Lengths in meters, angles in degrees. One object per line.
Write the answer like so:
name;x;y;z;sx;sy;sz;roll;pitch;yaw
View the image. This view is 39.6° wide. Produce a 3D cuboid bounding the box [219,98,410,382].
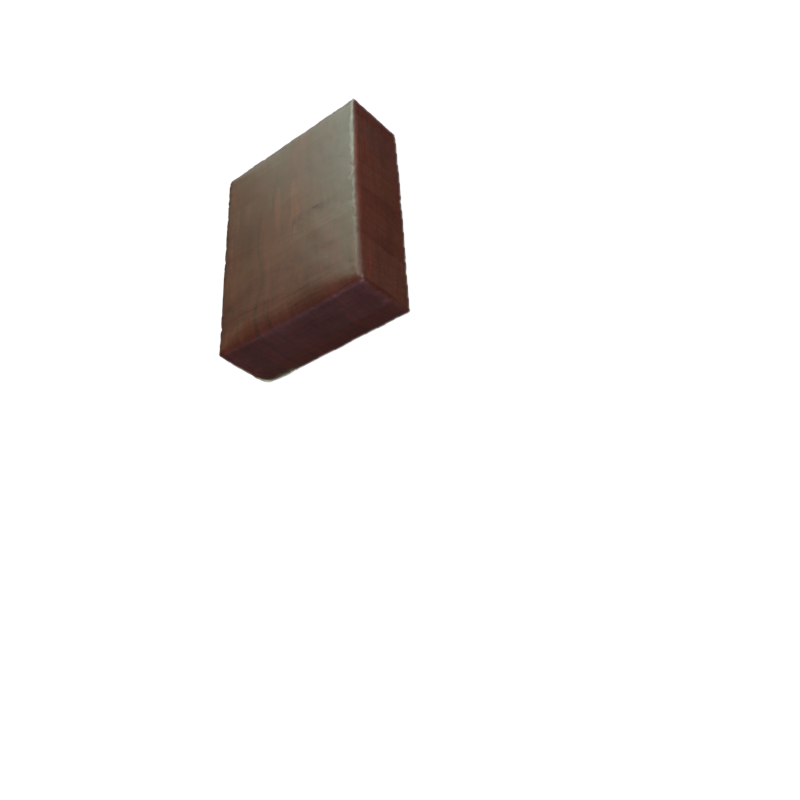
box;-0.078;-0.142;0.997;0.164;0.229;0.067;-28;-44;29
